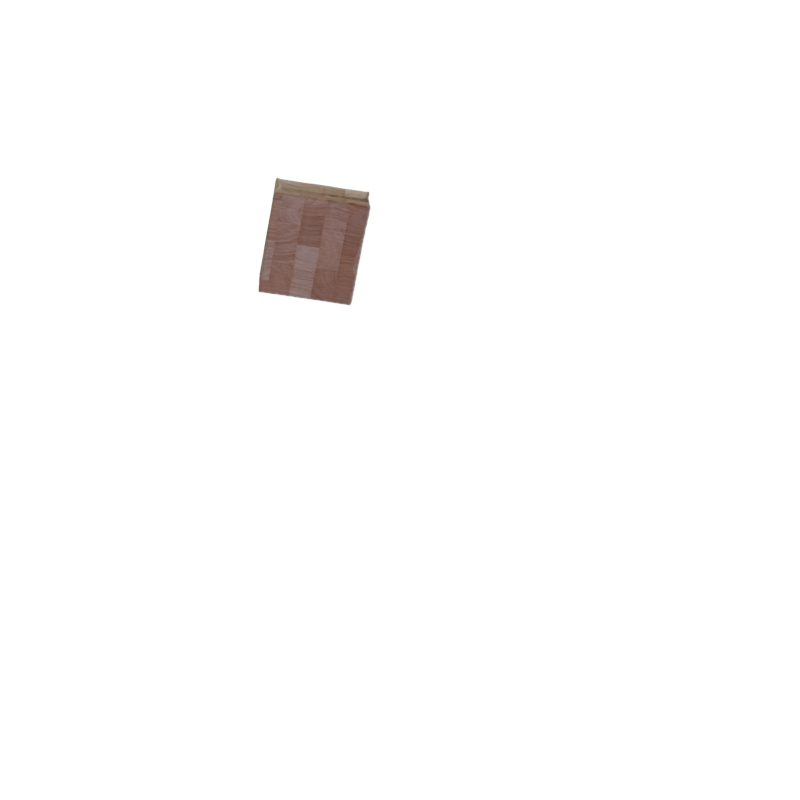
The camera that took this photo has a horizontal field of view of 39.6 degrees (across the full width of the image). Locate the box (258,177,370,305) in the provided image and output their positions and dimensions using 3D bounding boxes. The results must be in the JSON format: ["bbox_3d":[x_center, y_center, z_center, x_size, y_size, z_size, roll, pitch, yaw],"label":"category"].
[{"bbox_3d":[-0.066,-0.121,0.846,0.072,0.085,0.032,9,28,-5],"label":"box"}]
